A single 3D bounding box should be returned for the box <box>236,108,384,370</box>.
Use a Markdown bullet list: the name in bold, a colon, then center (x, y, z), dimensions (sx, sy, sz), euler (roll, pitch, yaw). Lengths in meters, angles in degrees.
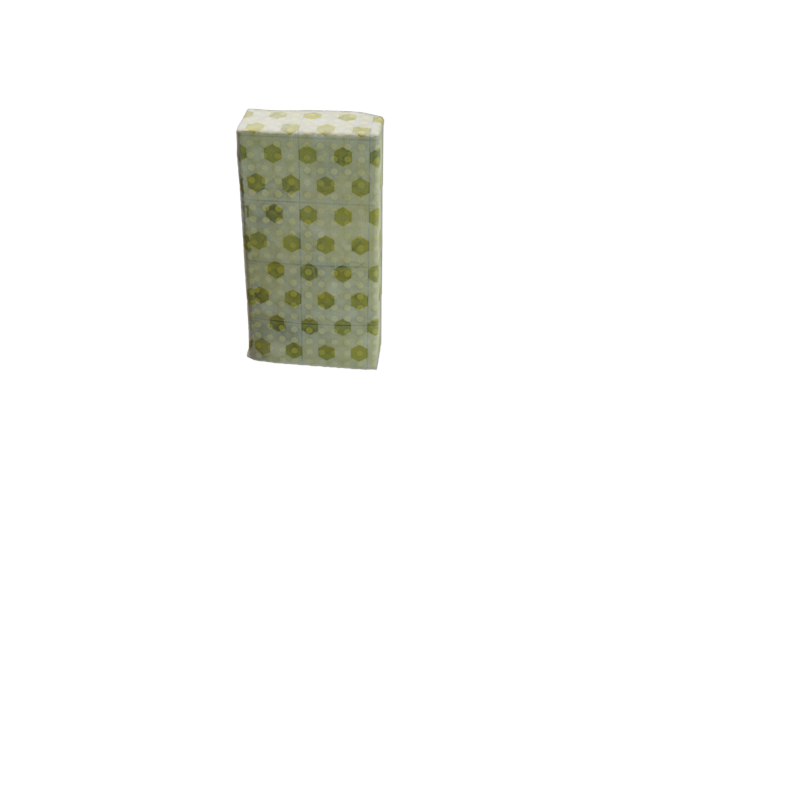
- **box**: center (-0.058, -0.106, 0.744), dimensions (0.094, 0.166, 0.050), euler (5, 28, 6)
